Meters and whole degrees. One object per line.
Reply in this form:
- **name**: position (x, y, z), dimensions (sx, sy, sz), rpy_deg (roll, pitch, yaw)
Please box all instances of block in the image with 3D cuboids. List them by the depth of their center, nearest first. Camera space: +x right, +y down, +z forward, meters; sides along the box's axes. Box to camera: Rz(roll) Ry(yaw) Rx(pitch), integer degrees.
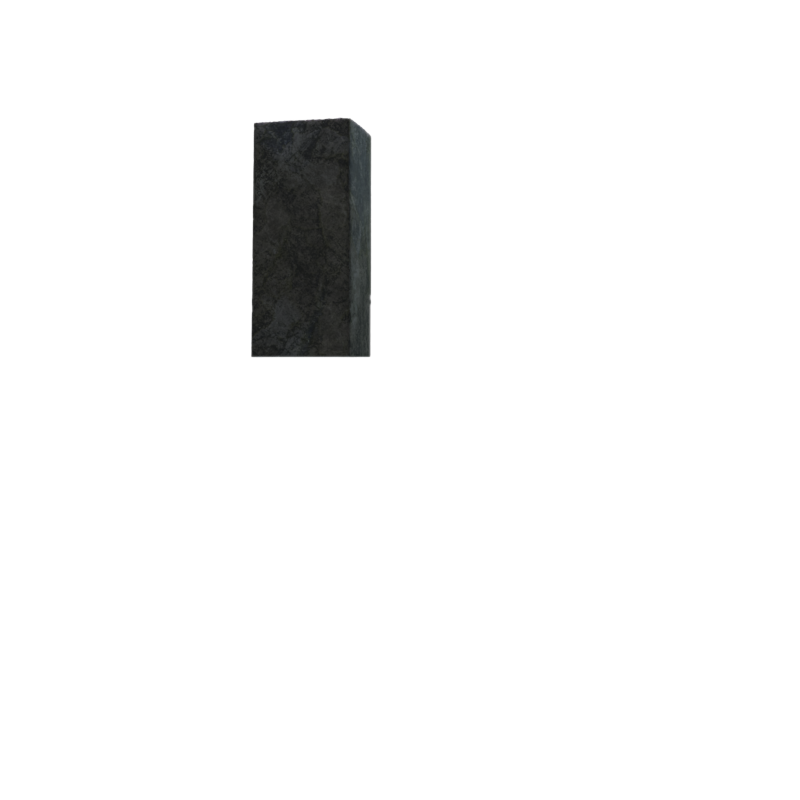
- **block**: position (-0.078, -0.142, 0.997), dimensions (0.092, 0.209, 0.087), rpy_deg (-1, -5, 14)
